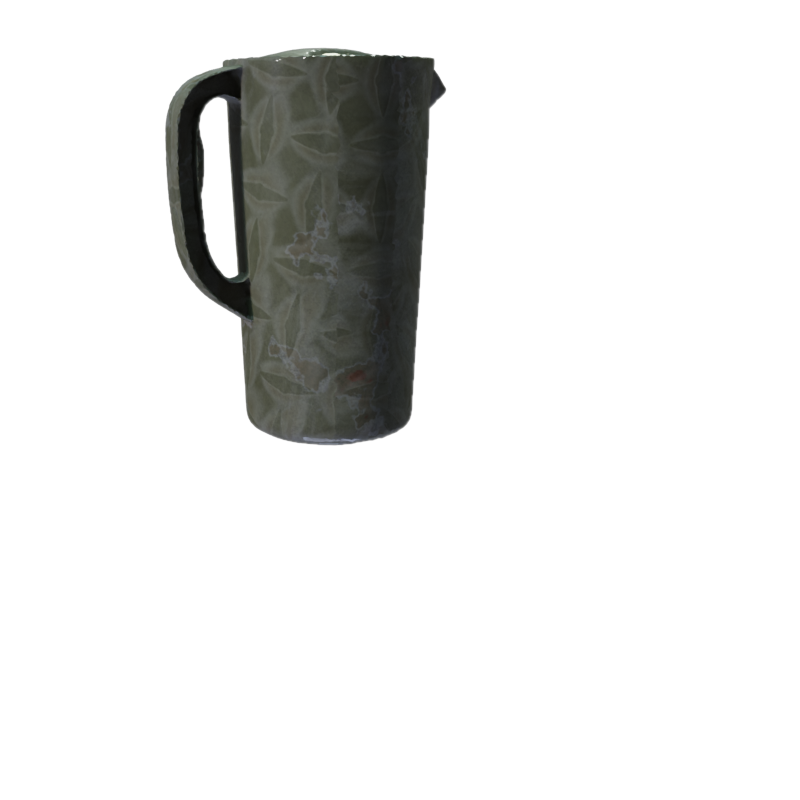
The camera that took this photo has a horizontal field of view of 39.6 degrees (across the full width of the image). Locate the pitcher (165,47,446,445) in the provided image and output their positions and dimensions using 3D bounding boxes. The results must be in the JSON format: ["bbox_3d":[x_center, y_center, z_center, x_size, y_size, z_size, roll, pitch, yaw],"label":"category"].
[{"bbox_3d":[-0.055,-0.101,0.704,0.152,0.239,0.145,3,9,15],"label":"pitcher"}]
